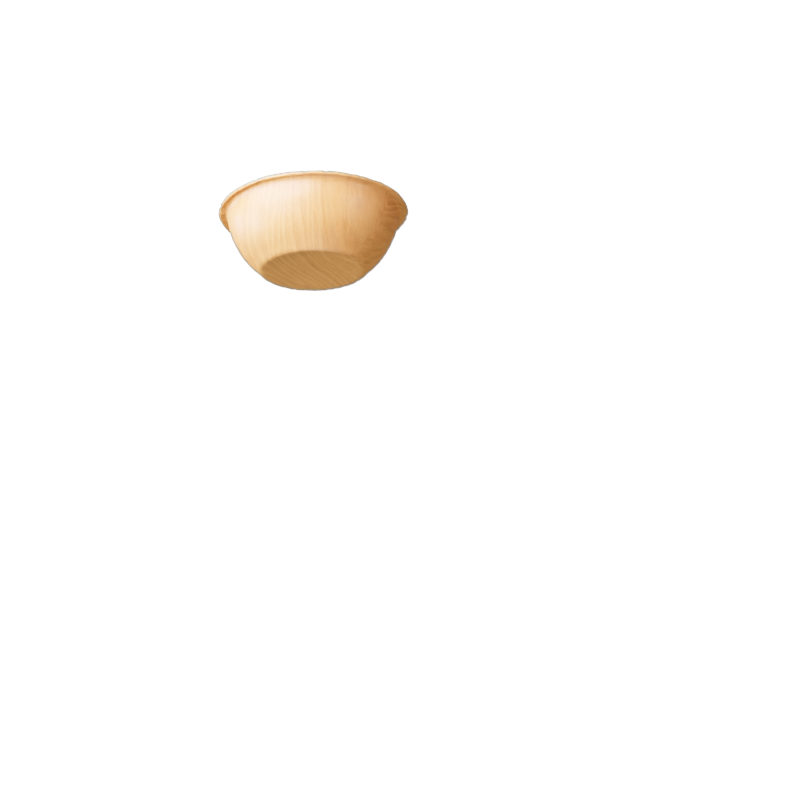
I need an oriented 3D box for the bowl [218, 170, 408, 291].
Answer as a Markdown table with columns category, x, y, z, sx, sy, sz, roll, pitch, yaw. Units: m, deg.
| category | x | y | z | sx | sy | sz | roll | pitch | yaw |
| --- | --- | --- | --- | --- | --- | --- | --- | --- | --- |
| bowl | -0.074 | -0.134 | 0.940 | 0.162 | 0.058 | 0.155 | 0 | -18 | -2 |
